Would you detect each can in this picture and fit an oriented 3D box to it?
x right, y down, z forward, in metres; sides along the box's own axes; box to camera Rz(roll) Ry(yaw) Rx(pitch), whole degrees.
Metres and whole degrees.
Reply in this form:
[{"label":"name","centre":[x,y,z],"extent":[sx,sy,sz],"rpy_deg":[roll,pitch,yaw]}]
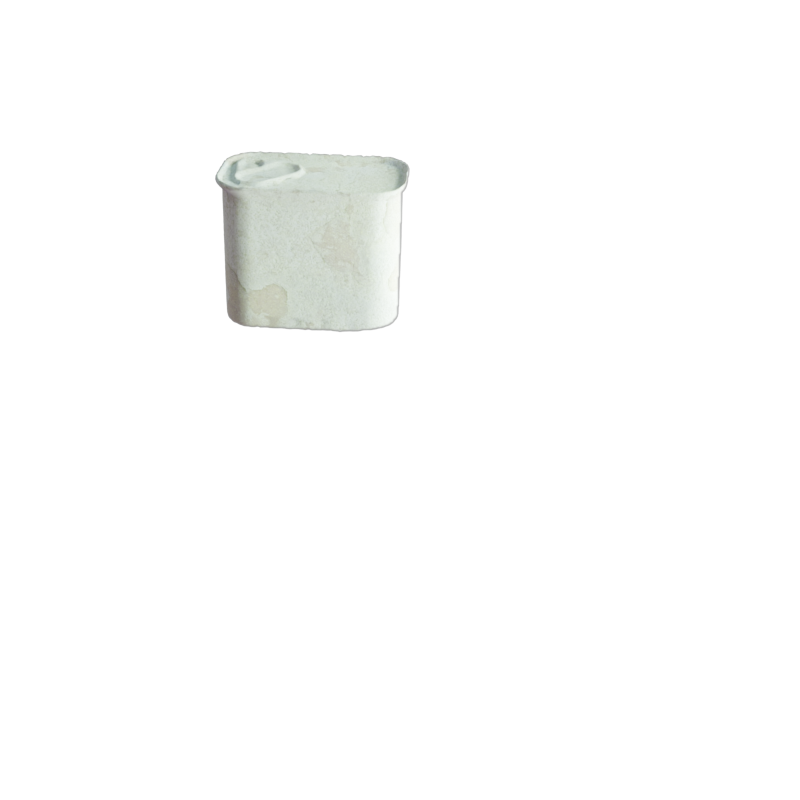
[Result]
[{"label":"can","centre":[-0.048,-0.087,0.608],"extent":[0.103,0.079,0.060],"rpy_deg":[4,27,5]}]
